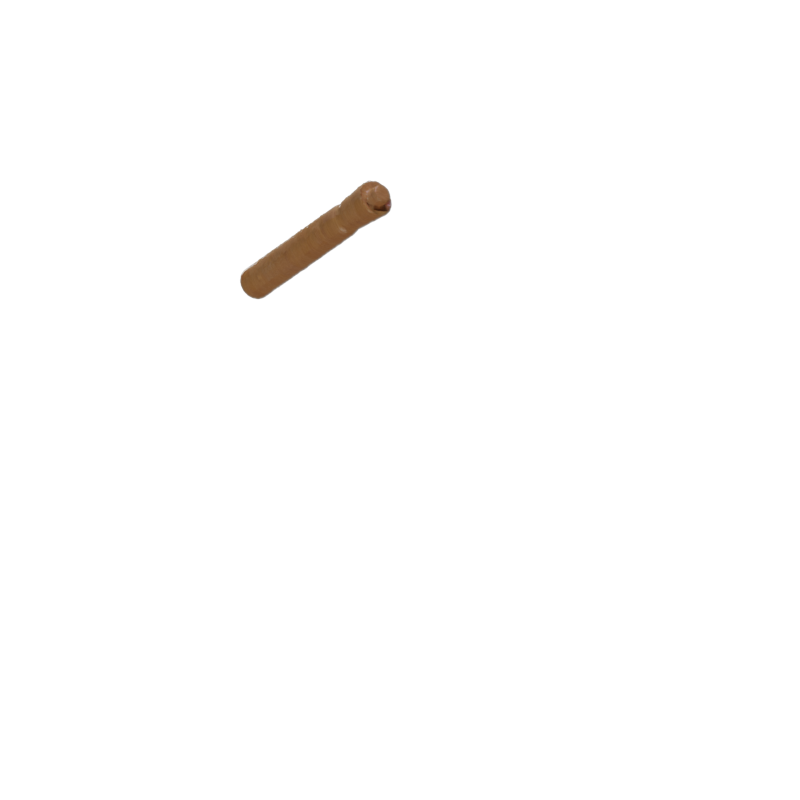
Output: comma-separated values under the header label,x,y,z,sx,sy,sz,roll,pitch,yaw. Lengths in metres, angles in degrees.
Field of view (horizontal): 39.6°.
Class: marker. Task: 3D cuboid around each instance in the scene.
label,x,y,z,sx,sy,sz,roll,pitch,yaw
marker,-0.045,-0.081,0.570,0.019,0.020,0.121,-3,-15,-39
